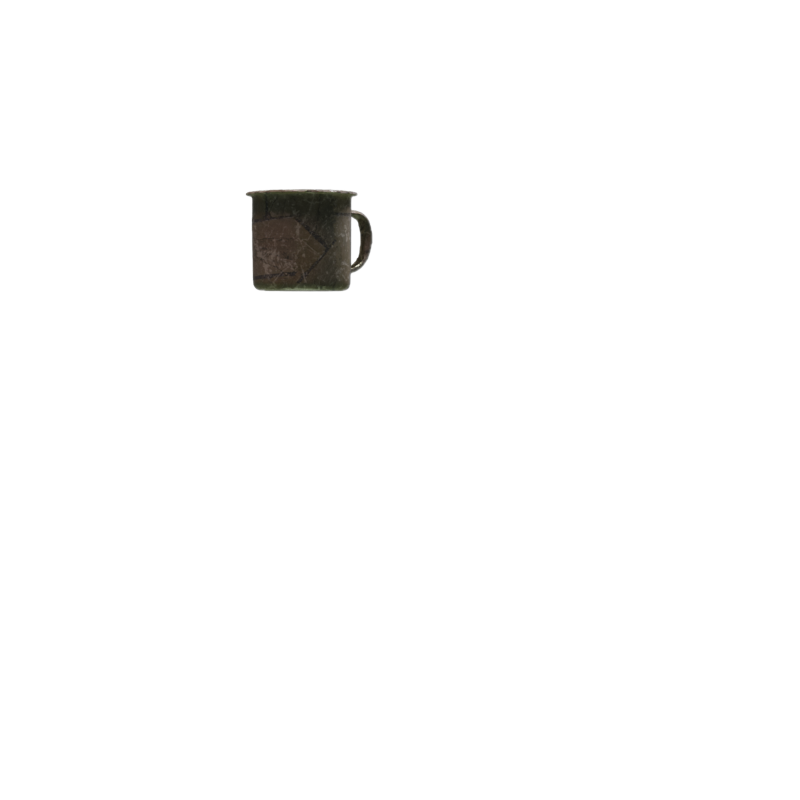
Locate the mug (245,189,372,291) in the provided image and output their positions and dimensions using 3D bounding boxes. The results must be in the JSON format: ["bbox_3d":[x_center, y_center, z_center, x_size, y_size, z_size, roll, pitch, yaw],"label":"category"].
[{"bbox_3d":[-0.073,-0.132,0.926,0.113,0.081,0.097,-3,5,-39],"label":"mug"}]
